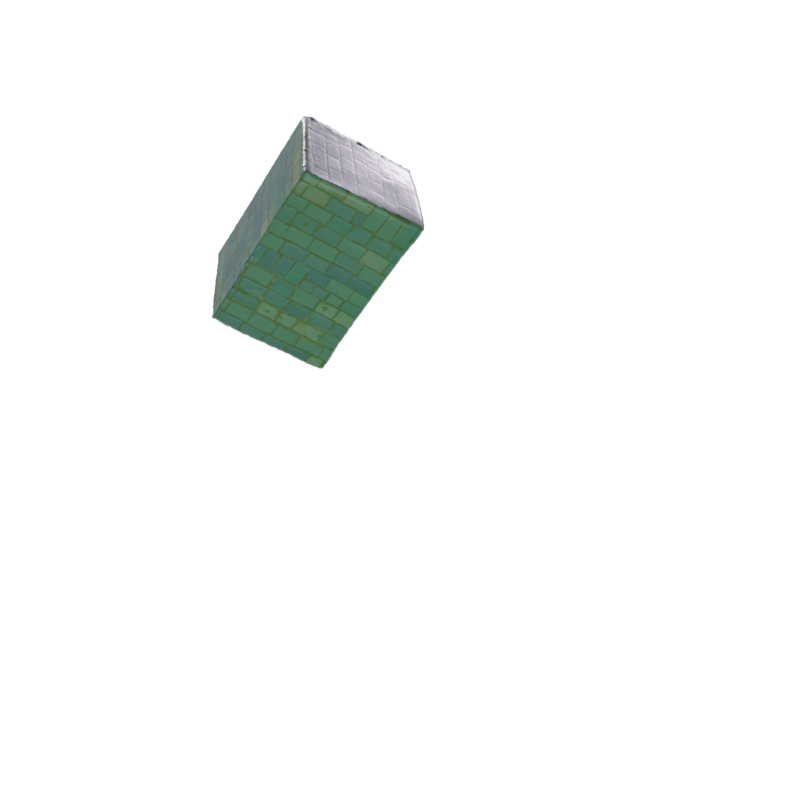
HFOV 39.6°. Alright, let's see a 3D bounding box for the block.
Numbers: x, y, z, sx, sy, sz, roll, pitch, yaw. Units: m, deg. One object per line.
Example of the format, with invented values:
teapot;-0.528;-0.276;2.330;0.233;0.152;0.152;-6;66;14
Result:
block;-0.035;-0.063;0.443;0.051;0.076;0.055;27;30;-20
